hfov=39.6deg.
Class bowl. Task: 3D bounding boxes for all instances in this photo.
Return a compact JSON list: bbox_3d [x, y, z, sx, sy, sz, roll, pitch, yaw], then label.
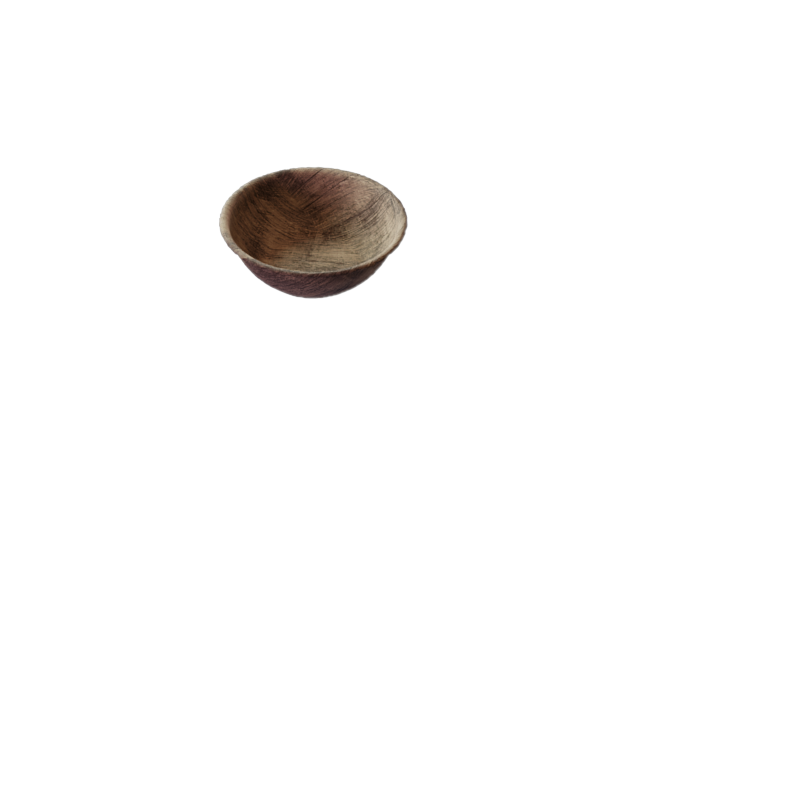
[{"bbox_3d":[-0.076,-0.138,0.967,0.162,0.051,0.174,-1,42,-2],"label":"bowl"}]
